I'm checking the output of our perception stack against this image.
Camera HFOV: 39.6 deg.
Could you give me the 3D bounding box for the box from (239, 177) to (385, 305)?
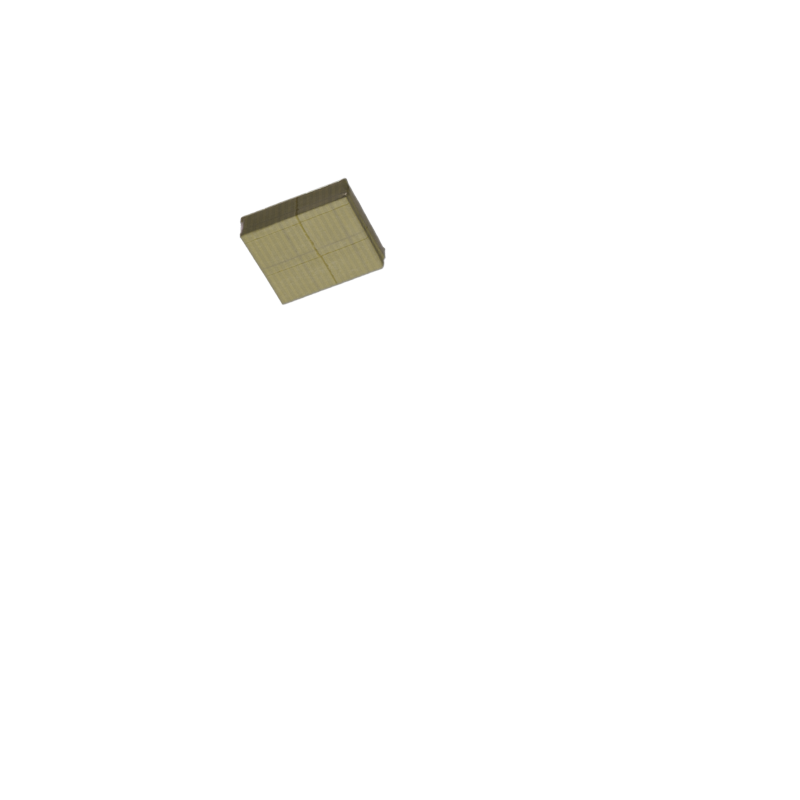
[{"bbox_3d":[-0.065,-0.119,0.833,0.090,0.068,0.032,-19,38,15],"label":"box"}]
